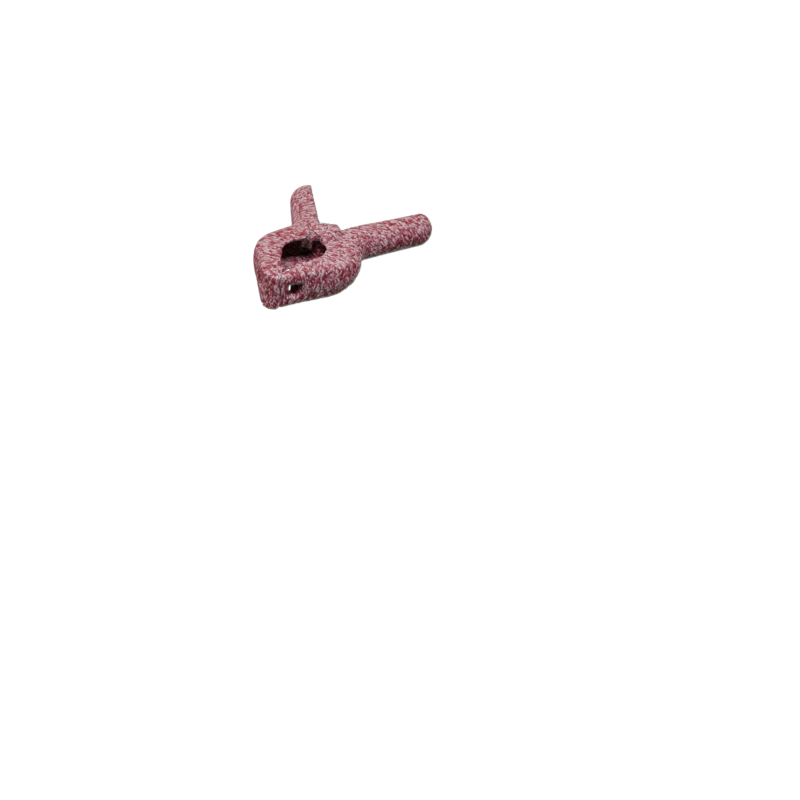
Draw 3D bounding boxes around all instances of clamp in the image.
[{"bbox_3d":[-0.066,-0.120,0.841,0.126,0.037,0.172,16,32,28],"label":"clamp"}]
